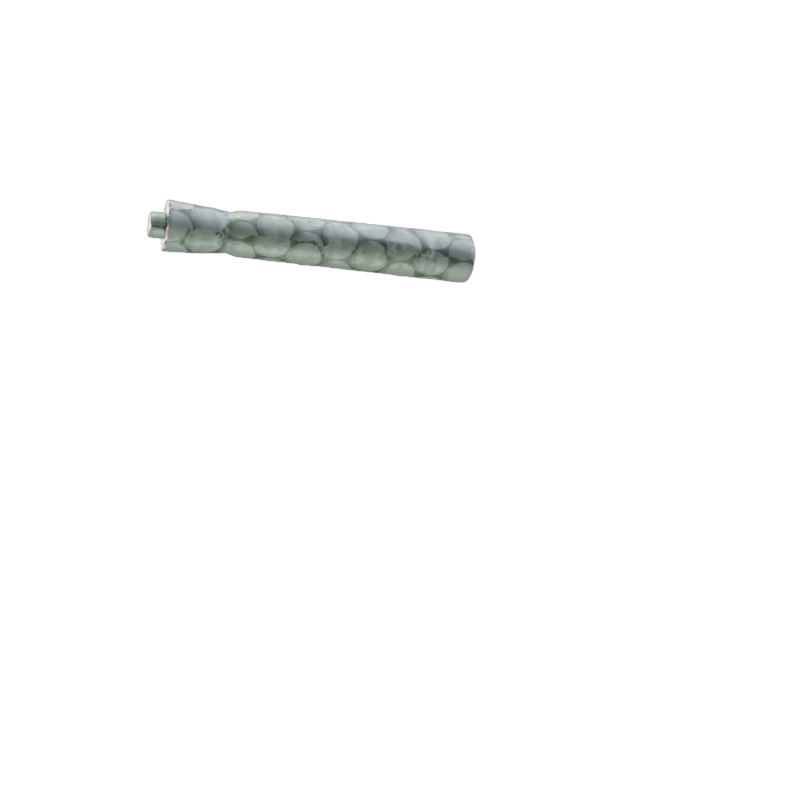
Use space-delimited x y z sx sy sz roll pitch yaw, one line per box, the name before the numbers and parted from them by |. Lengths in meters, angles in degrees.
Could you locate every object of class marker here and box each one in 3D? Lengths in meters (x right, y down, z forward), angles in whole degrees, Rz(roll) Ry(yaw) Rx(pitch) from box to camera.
marker | -0.032 -0.058 0.406 0.118 0.020 0.020 4 3 -14
